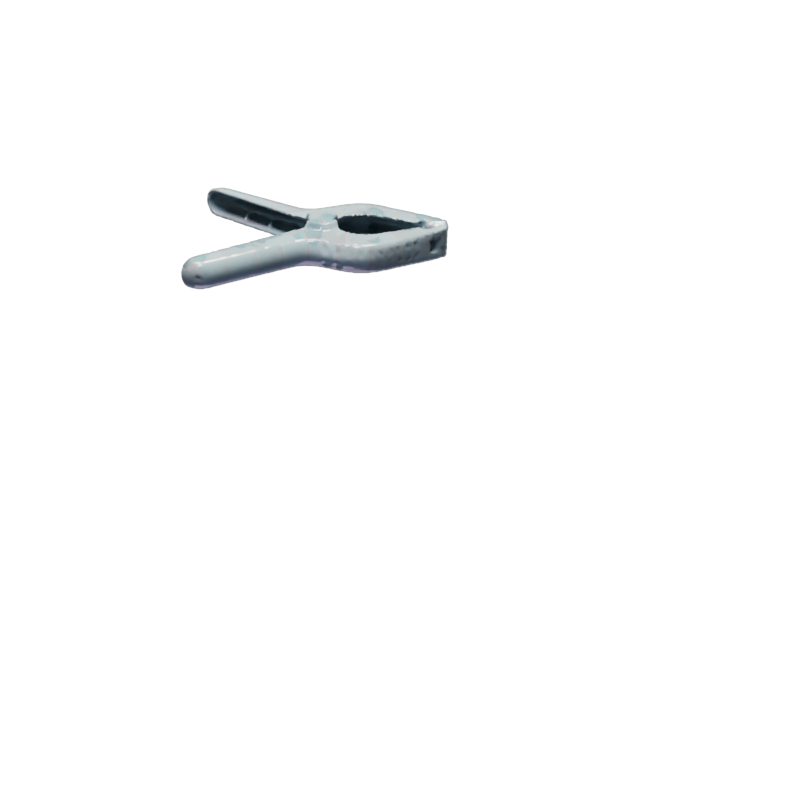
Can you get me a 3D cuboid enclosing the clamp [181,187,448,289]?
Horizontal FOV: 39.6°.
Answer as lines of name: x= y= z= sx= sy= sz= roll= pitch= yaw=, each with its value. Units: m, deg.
clamp: x=-0.069 y=-0.126 z=0.881 sx=0.212 sy=0.034 sz=0.173 roll=4 pitch=31 yaw=6
